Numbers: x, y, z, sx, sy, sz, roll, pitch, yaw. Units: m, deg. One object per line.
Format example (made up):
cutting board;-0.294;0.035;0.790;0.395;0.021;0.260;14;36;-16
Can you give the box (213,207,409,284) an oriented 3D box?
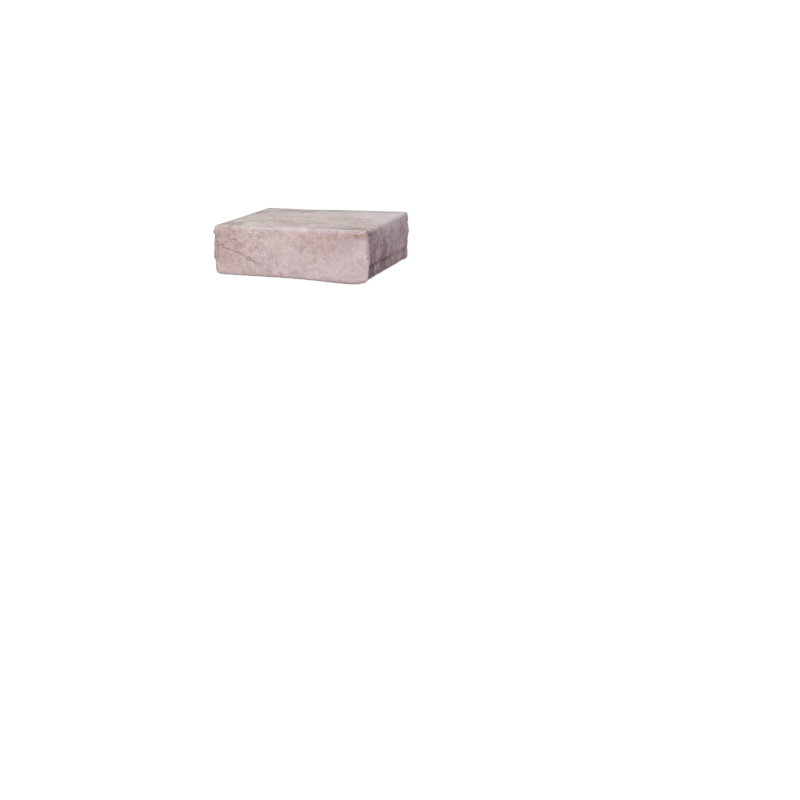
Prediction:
box;-0.061;-0.110;0.772;0.117;0.038;0.090;7;19;19
